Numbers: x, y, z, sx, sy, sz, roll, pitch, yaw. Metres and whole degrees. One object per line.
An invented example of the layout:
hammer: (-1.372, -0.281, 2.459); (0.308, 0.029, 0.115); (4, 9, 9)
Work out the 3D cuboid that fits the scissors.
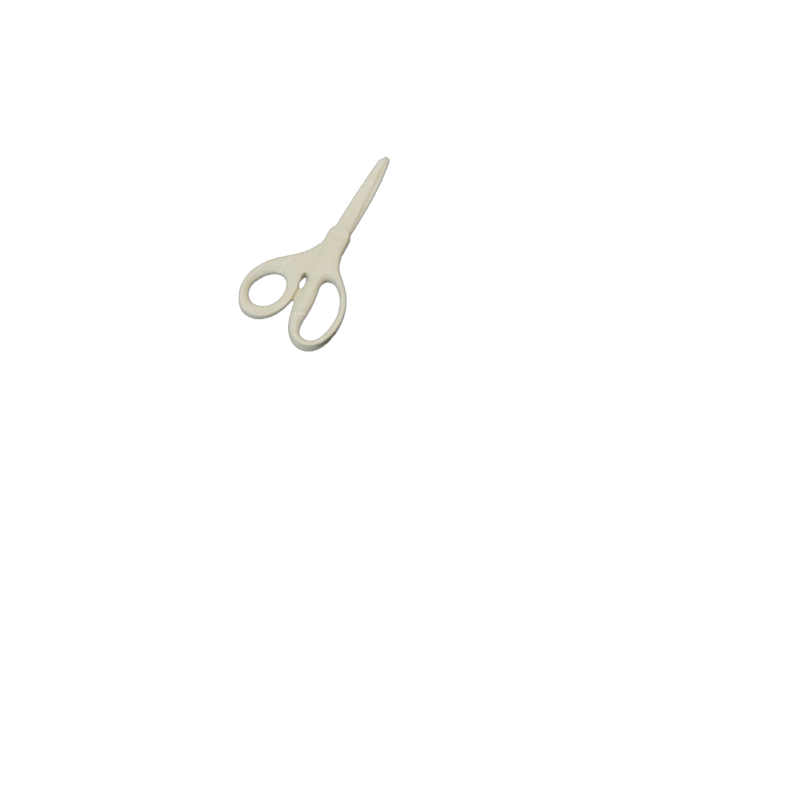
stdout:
scissors: (-0.072, -0.131, 0.918); (0.097, 0.213, 0.015); (8, -32, 5)
